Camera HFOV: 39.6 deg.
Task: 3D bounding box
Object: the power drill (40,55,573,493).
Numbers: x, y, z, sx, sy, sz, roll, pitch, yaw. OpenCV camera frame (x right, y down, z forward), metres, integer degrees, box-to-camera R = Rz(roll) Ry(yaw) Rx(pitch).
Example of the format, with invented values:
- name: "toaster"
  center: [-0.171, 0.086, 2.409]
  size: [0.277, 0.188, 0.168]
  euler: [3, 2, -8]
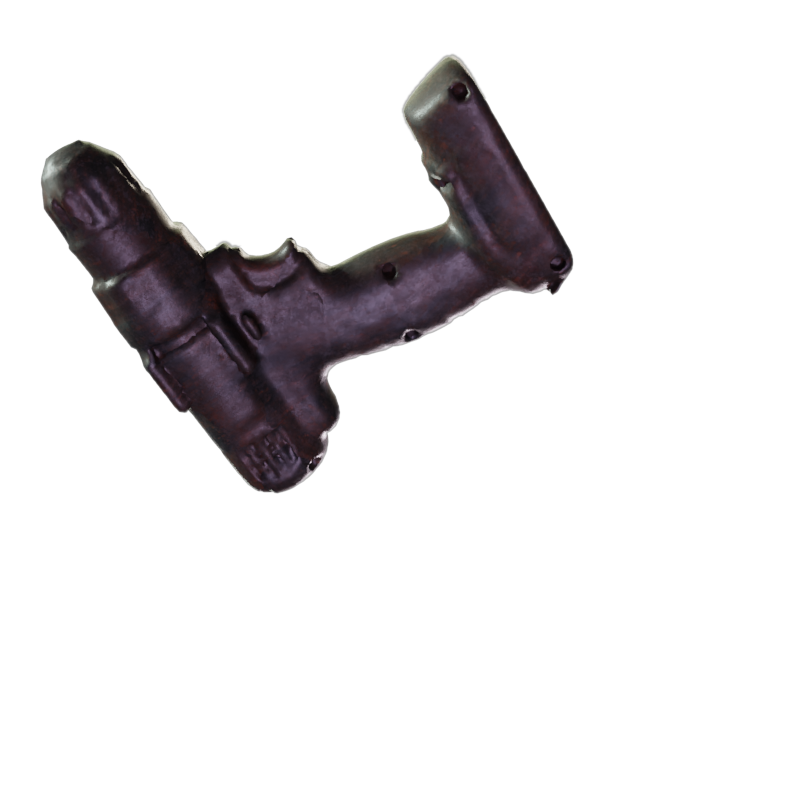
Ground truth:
- name: "power drill"
  center: [-0.038, -0.068, 0.479]
  size: [0.187, 0.175, 0.060]
  euler: [-30, 20, 12]
